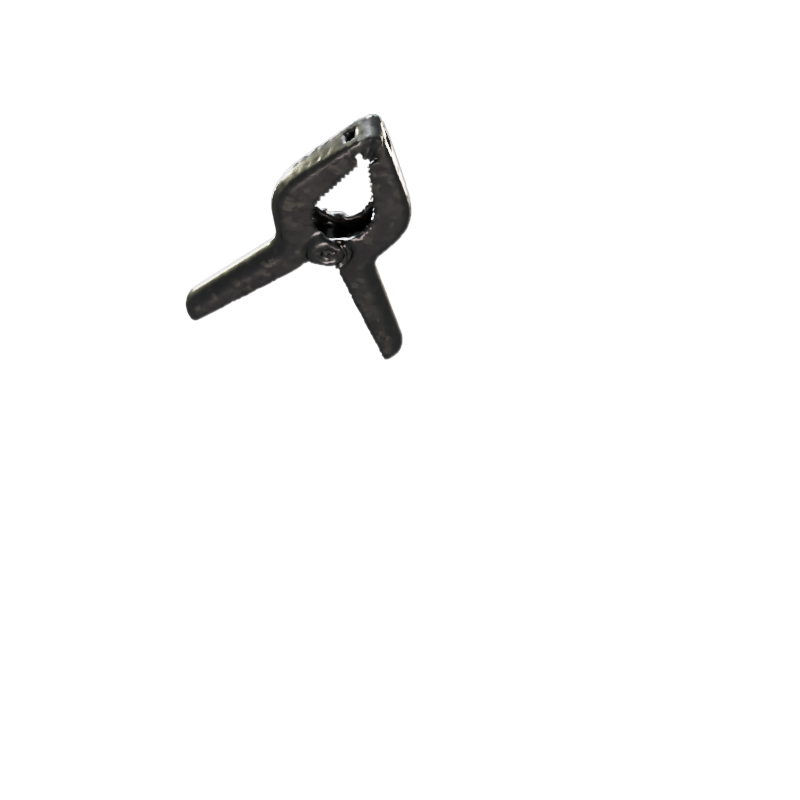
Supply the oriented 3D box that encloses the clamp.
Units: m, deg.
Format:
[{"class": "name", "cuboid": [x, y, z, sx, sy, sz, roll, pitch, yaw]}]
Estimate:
[{"class": "clamp", "cuboid": [-0.060, -0.110, 0.767, 0.162, 0.039, 0.198, 8, -43, -8]}]
